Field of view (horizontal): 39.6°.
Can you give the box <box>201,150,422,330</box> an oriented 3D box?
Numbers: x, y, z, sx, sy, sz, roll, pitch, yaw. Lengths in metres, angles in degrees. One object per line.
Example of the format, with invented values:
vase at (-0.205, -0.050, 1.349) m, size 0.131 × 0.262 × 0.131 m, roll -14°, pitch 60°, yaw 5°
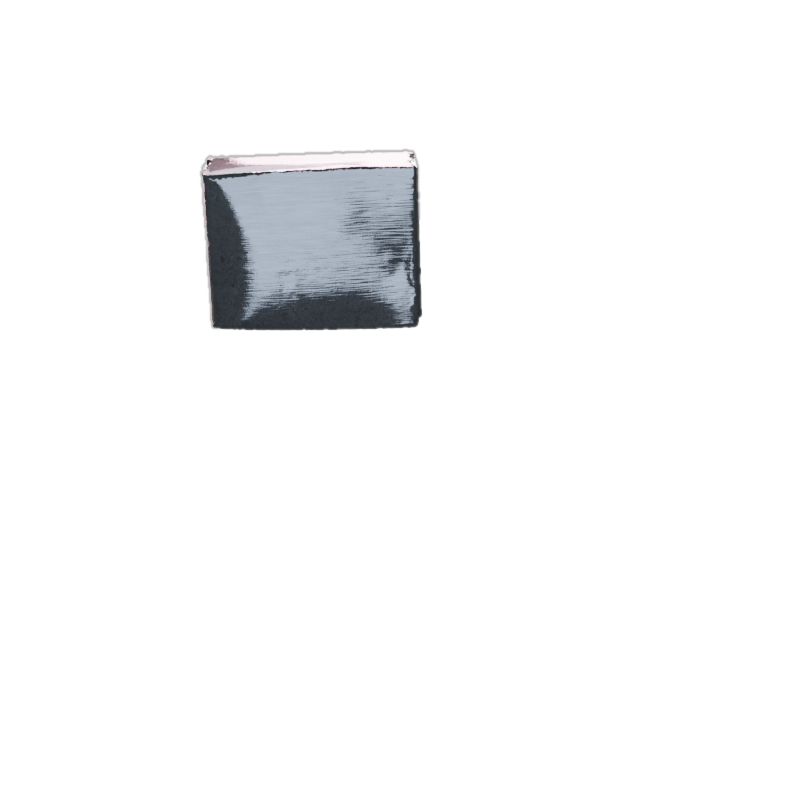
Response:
box at (-0.046, -0.084, 0.588) m, size 0.113 × 0.086 × 0.041 m, roll -1°, pitch 19°, yaw 0°
